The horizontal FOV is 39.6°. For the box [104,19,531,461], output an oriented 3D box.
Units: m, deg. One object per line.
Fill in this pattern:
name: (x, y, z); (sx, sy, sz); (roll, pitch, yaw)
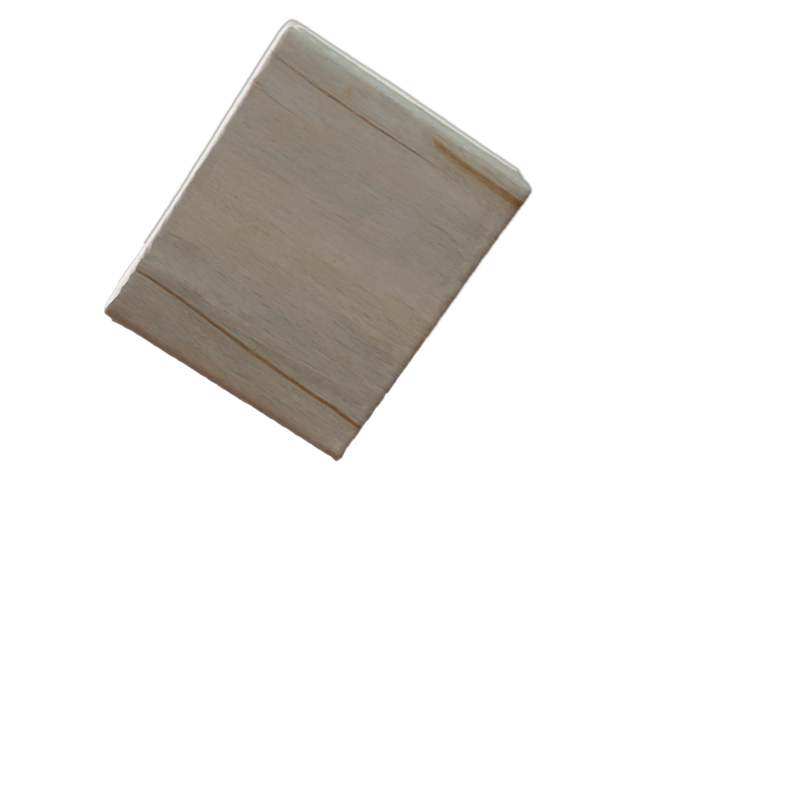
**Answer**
box: (-0.023, -0.041, 0.287); (0.072, 0.088, 0.031); (33, 13, -10)
